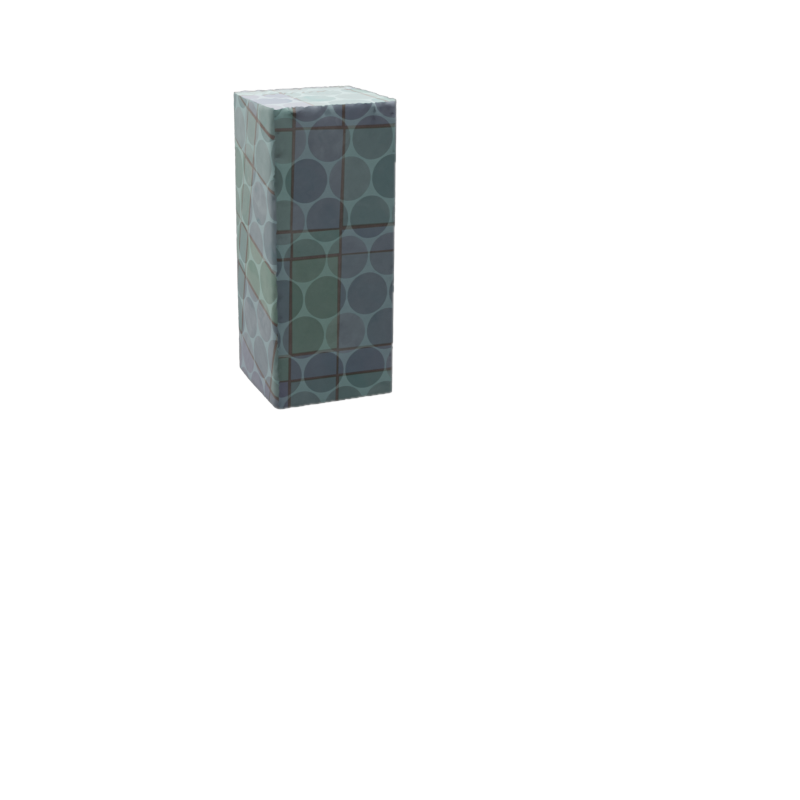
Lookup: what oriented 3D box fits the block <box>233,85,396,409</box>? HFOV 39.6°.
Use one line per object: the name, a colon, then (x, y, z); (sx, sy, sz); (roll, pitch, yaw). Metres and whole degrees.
block: (-0.061, -0.111, 0.776); (0.089, 0.199, 0.096); (-6, 18, -22)
